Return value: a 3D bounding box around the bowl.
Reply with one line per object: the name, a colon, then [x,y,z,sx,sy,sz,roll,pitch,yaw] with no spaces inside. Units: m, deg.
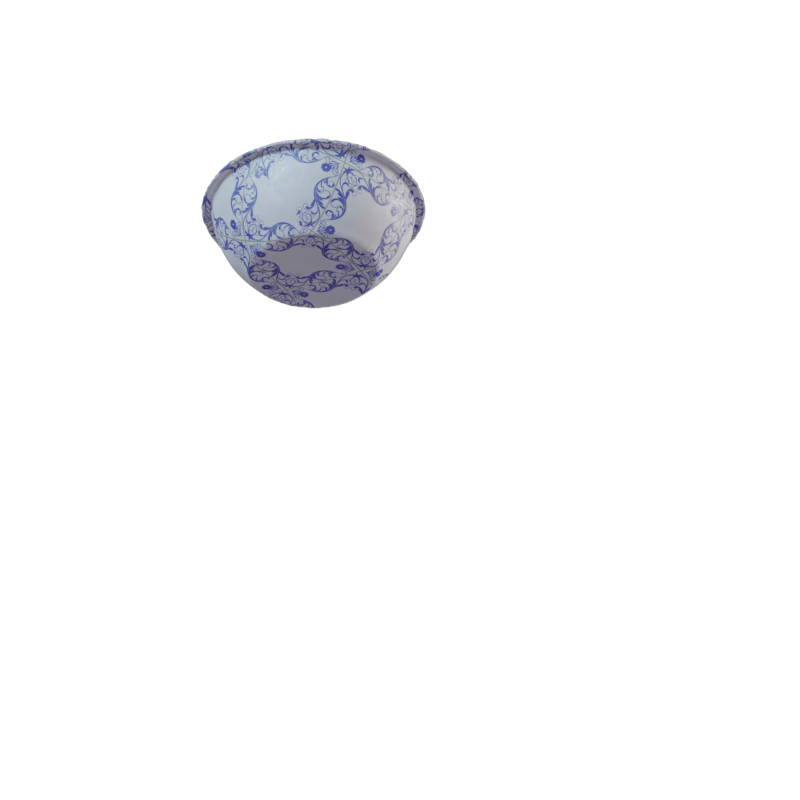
bowl: [-0.062,-0.113,0.789,0.162,0.059,0.152,1,-32,-2]
